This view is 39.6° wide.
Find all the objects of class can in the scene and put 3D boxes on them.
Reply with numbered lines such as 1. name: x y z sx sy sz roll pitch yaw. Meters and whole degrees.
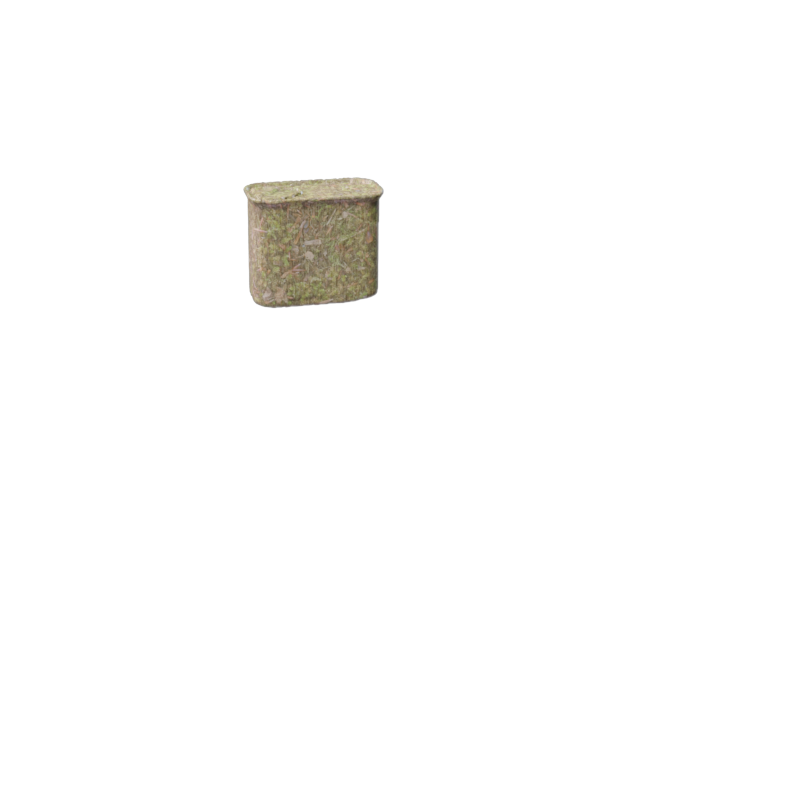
1. can: -0.065 -0.119 0.835 0.100 0.080 0.061 -4 21 -13
